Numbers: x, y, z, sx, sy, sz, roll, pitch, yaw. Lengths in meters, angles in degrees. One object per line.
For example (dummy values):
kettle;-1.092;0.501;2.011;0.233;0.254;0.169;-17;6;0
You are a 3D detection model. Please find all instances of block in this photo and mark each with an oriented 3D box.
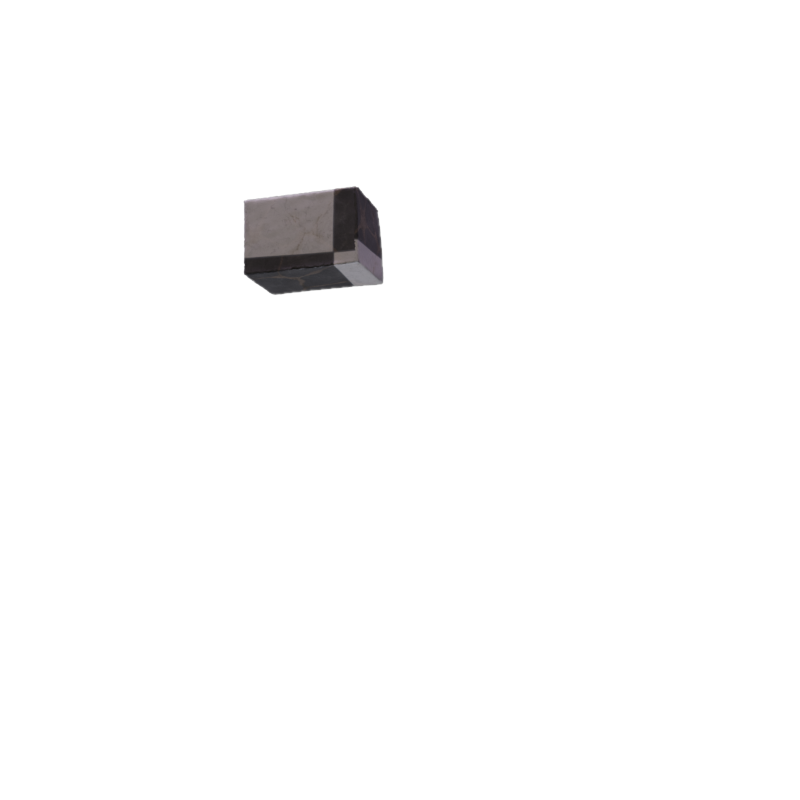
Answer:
block;-0.055;-0.101;0.706;0.079;0.053;0.050;-4;-14;17
